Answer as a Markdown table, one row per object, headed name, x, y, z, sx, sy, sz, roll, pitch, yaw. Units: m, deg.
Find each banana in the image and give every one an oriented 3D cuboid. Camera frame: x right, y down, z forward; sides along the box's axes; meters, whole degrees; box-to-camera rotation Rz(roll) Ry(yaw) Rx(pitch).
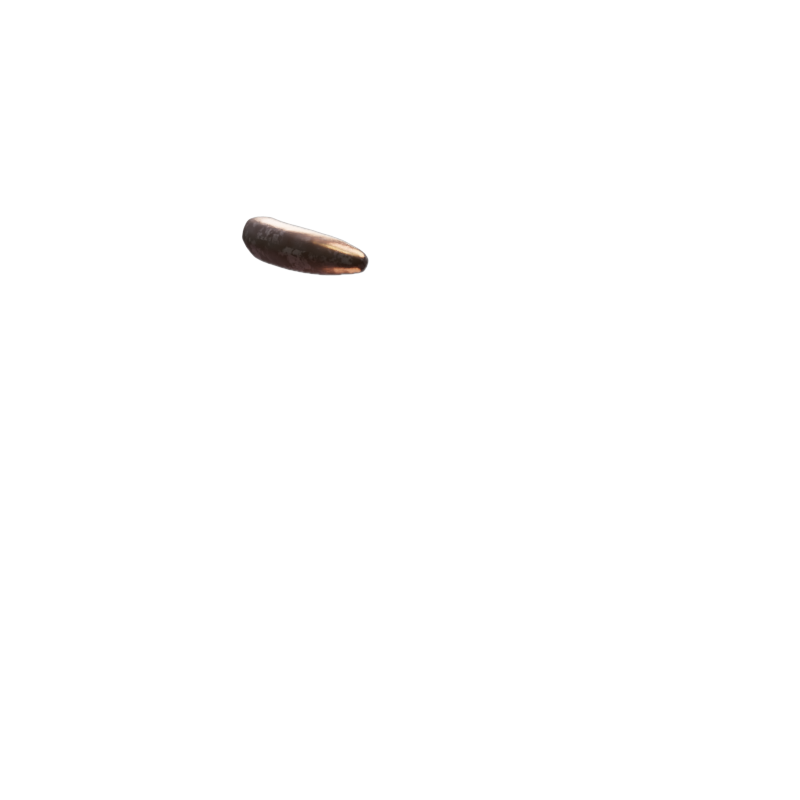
| name | x | y | z | sx | sy | sz | roll | pitch | yaw |
| --- | --- | --- | --- | --- | --- | --- | --- | --- | --- |
| banana | -0.093 | -0.135 | 0.948 | 0.068 | 0.036 | 0.208 | -5 | 17 | -21 |
